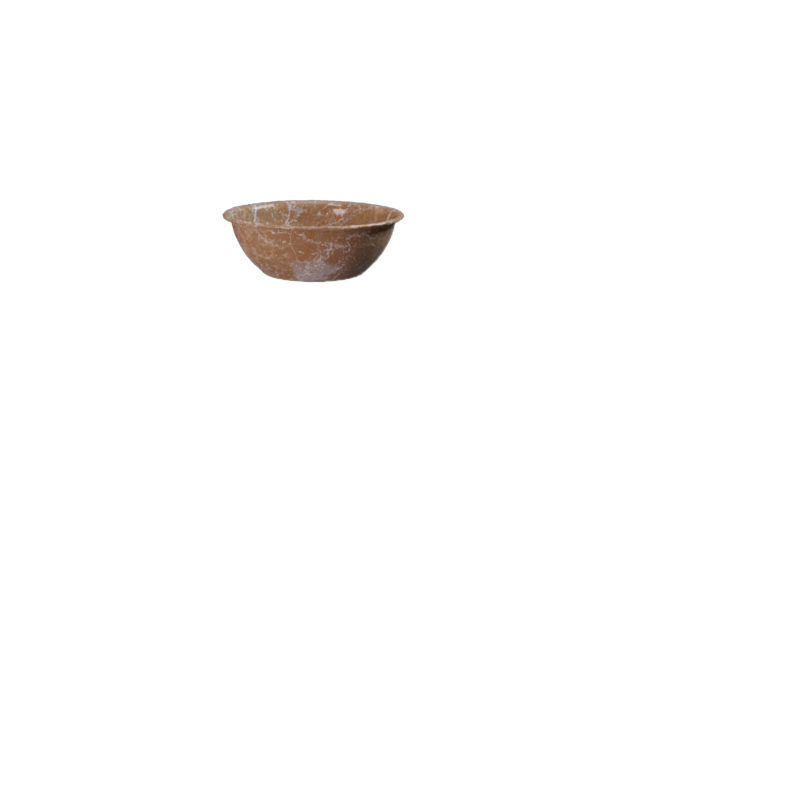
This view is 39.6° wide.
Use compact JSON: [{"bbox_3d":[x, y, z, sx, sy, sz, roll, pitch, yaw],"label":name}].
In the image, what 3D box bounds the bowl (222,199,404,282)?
[{"bbox_3d":[-0.078,-0.142,0.991,0.162,0.053,0.168,-1,18,-2],"label":"bowl"}]
